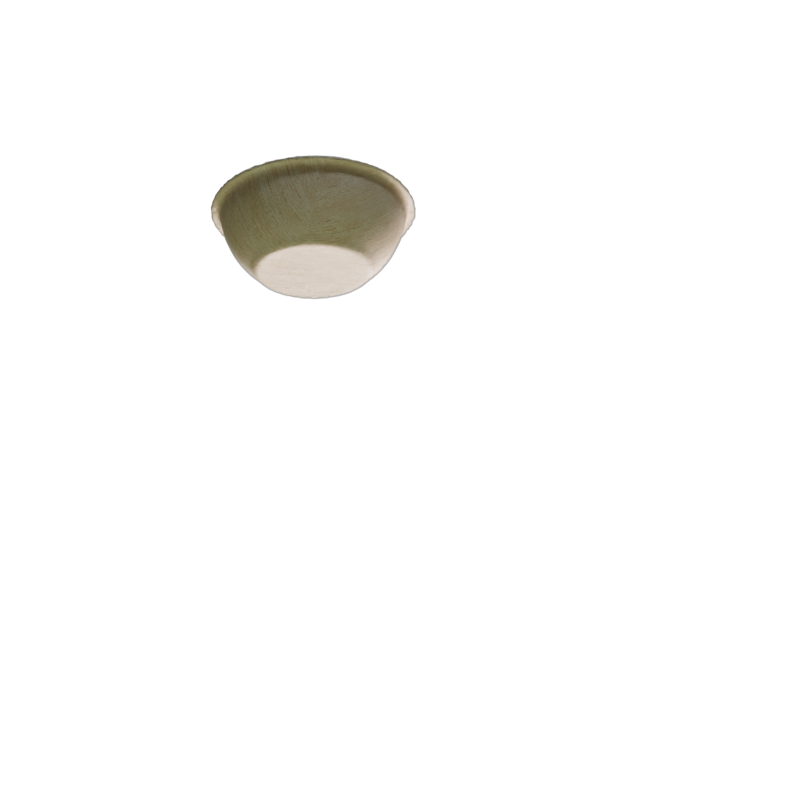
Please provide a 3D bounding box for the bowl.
[{"bbox_3d":[-0.068,-0.123,0.863,0.162,0.058,0.153,1,-24,-2],"label":"bowl"}]
